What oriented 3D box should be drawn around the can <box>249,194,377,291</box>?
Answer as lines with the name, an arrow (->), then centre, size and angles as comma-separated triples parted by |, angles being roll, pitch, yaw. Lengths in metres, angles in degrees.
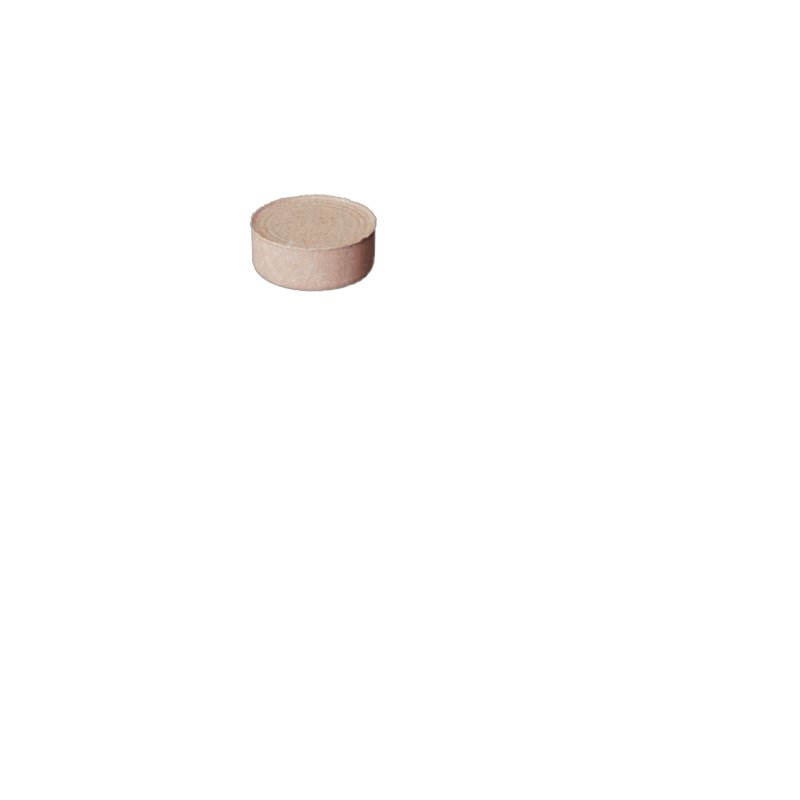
can -> -0.059, -0.108, 0.755 | 0.086, 0.032, 0.091 | -1, 32, -2
